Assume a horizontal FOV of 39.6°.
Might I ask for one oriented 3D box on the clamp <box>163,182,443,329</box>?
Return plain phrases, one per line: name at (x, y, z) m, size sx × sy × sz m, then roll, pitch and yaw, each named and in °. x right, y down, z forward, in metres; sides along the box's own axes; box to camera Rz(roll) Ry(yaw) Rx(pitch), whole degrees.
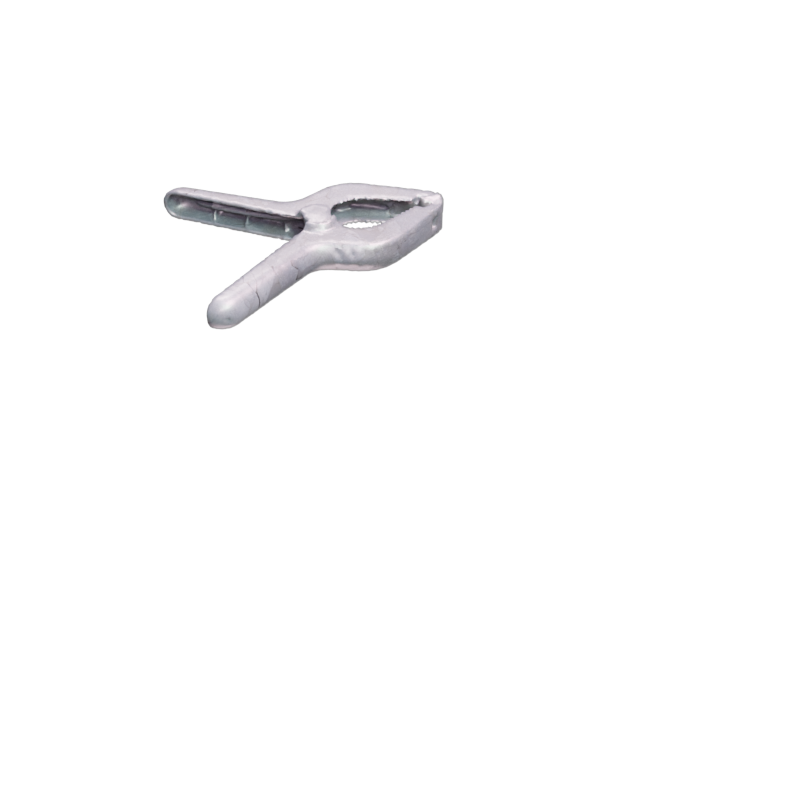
clamp at (-0.064, -0.117, 0.821) m, size 0.208 × 0.034 × 0.178 m, roll -8°, pitch 41°, yaw -9°
